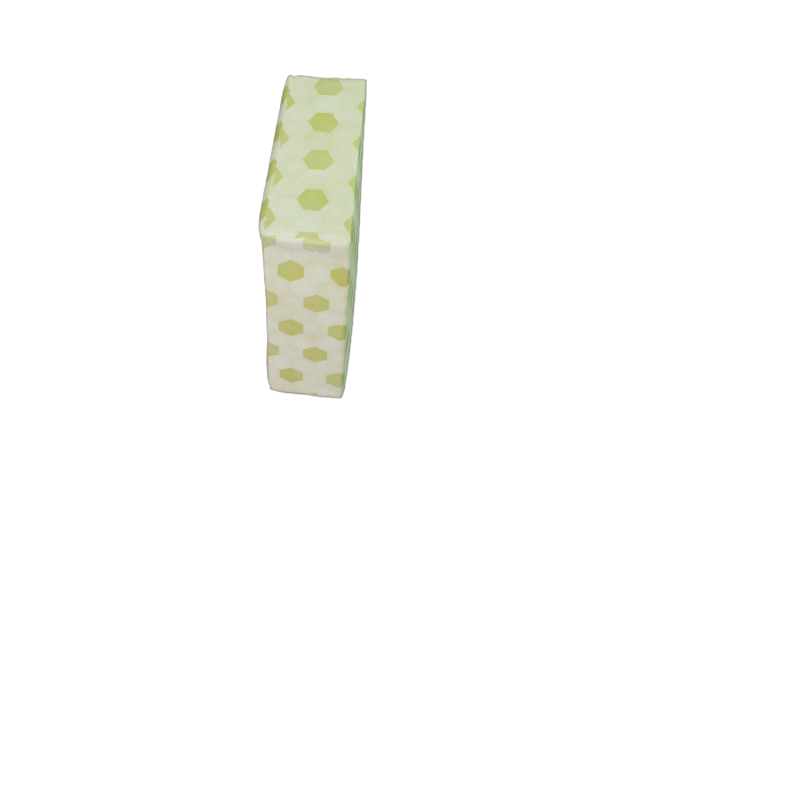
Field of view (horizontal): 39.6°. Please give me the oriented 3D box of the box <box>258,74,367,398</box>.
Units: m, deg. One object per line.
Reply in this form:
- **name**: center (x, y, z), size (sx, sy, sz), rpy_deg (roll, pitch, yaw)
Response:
- **box**: center (-0.069, -0.127, 0.886), size (0.072, 0.175, 0.200), rpy_deg (4, -34, -1)
